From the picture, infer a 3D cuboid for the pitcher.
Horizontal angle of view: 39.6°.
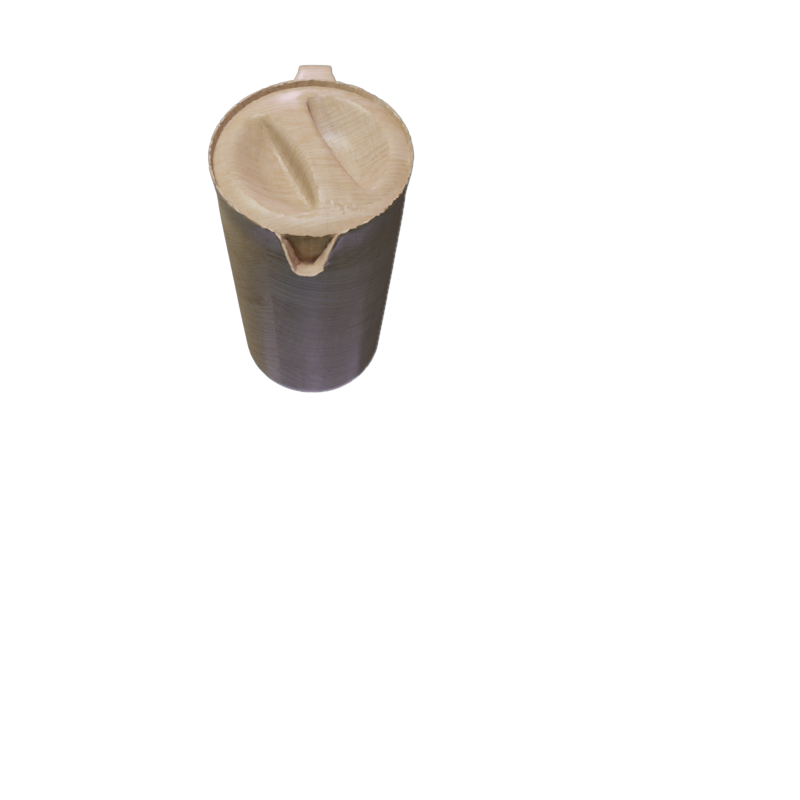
[{"bbox_3d":[-0.064,-0.116,0.815,0.151,0.153,0.228,-41,-21,-23],"label":"pitcher"}]
